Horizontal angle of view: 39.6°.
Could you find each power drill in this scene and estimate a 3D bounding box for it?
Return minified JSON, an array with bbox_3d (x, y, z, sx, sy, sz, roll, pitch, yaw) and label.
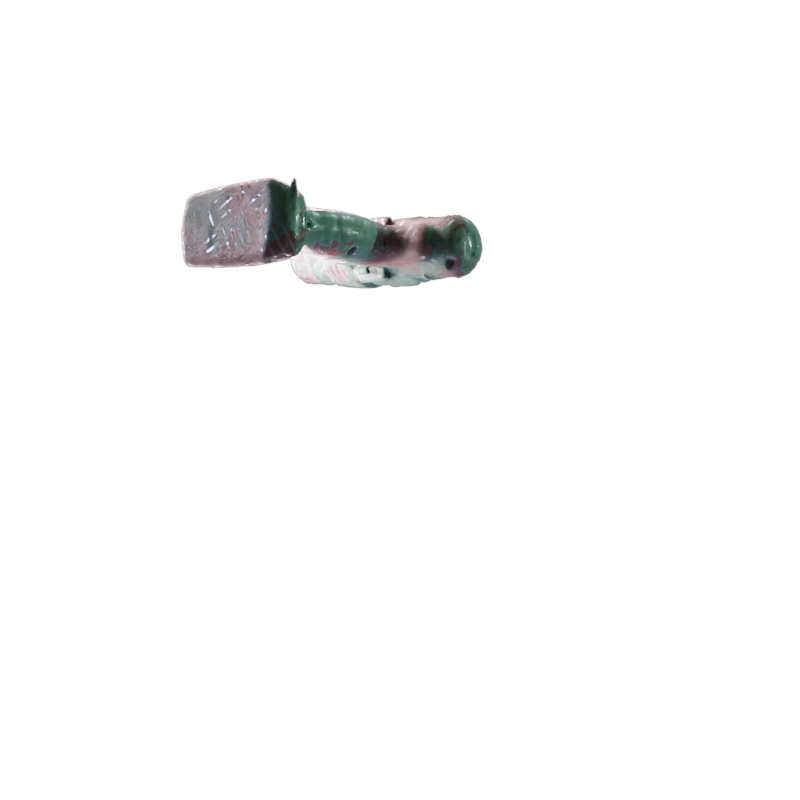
[{"bbox_3d":[-0.063,-0.115,0.807,0.179,0.058,0.190,1,-1,-45],"label":"power drill"}]
